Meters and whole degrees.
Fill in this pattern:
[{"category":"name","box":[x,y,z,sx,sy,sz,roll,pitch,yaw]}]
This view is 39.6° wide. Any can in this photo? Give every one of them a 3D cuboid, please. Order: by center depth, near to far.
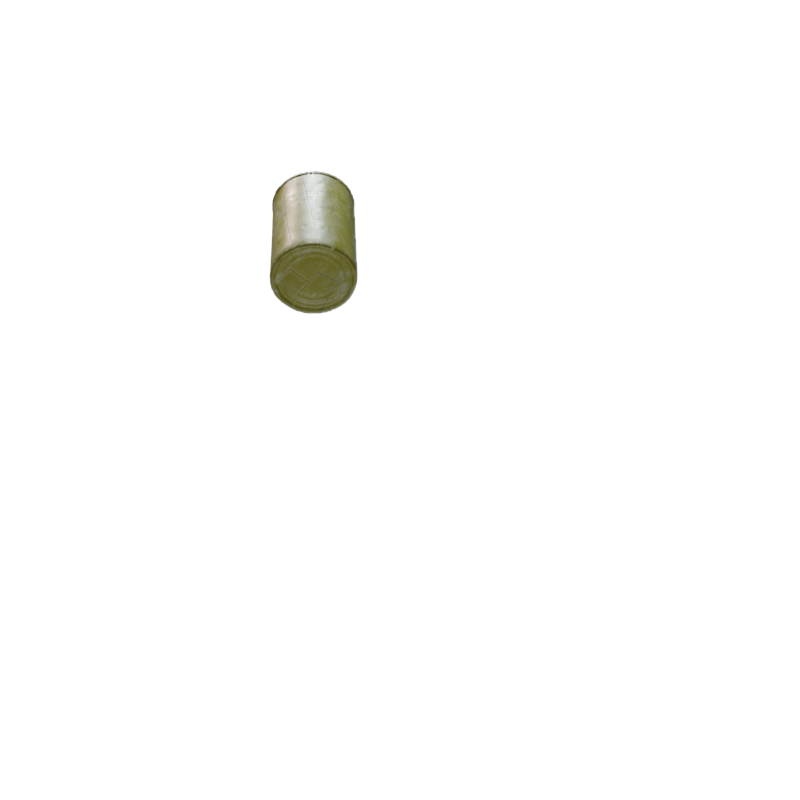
[{"category":"can","box":[-0.068,-0.124,0.871,0.068,0.064,0.110,-1,40,-3]}]
